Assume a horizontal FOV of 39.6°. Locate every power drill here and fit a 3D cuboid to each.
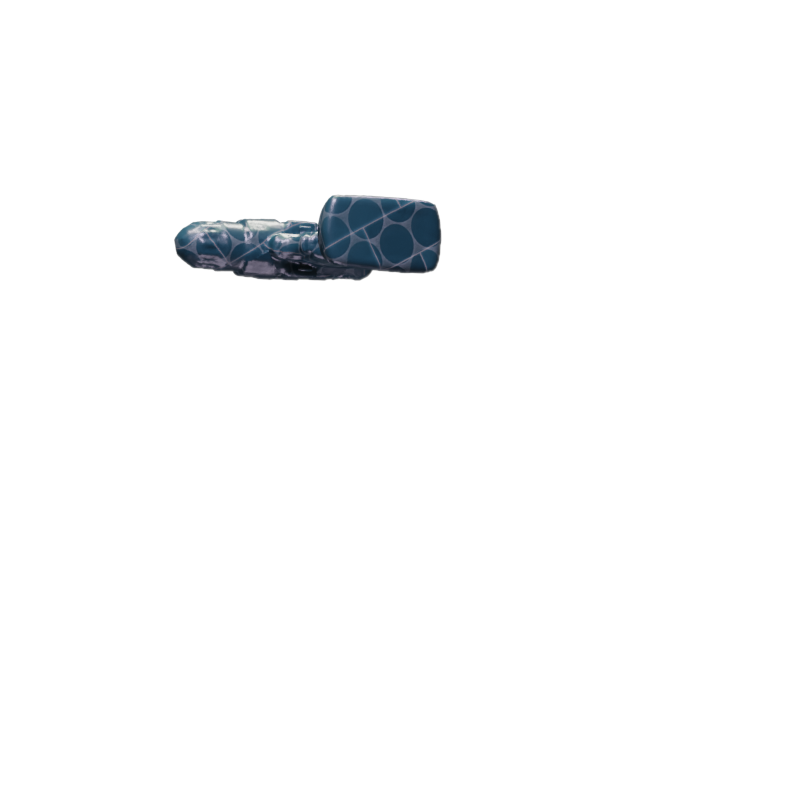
[{"bbox_3d":[-0.070,-0.128,0.898,0.178,0.057,0.194,-2,4,-29],"label":"power drill"}]
